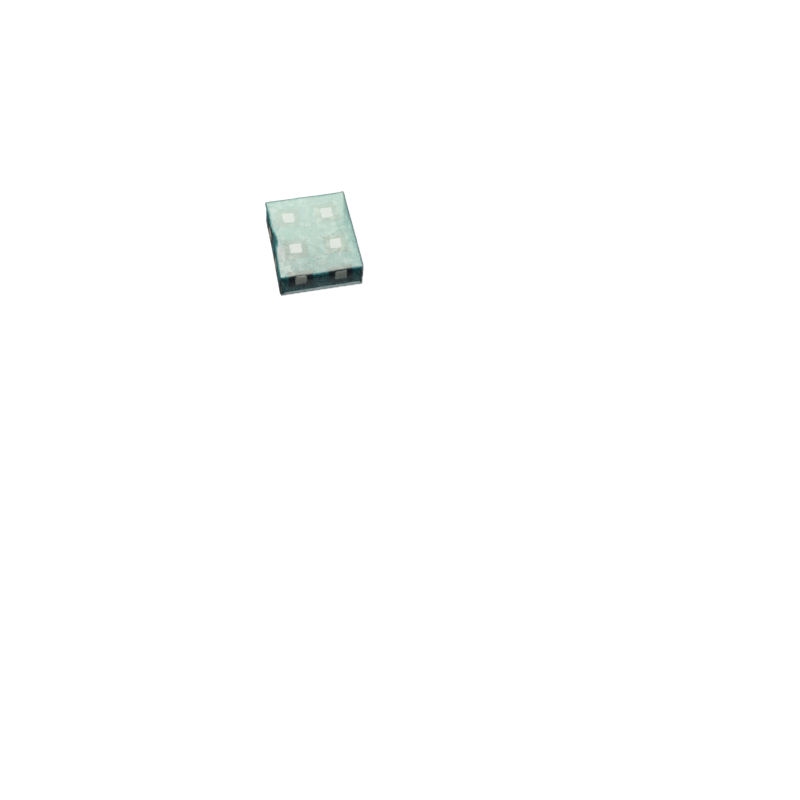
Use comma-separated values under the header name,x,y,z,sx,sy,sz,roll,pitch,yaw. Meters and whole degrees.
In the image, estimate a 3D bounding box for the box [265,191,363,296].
name,x,y,z,sx,sy,sz,roll,pitch,yaw
box,-0.076,-0.139,0.973,0.073,0.096,0.028,-9,-34,-7
